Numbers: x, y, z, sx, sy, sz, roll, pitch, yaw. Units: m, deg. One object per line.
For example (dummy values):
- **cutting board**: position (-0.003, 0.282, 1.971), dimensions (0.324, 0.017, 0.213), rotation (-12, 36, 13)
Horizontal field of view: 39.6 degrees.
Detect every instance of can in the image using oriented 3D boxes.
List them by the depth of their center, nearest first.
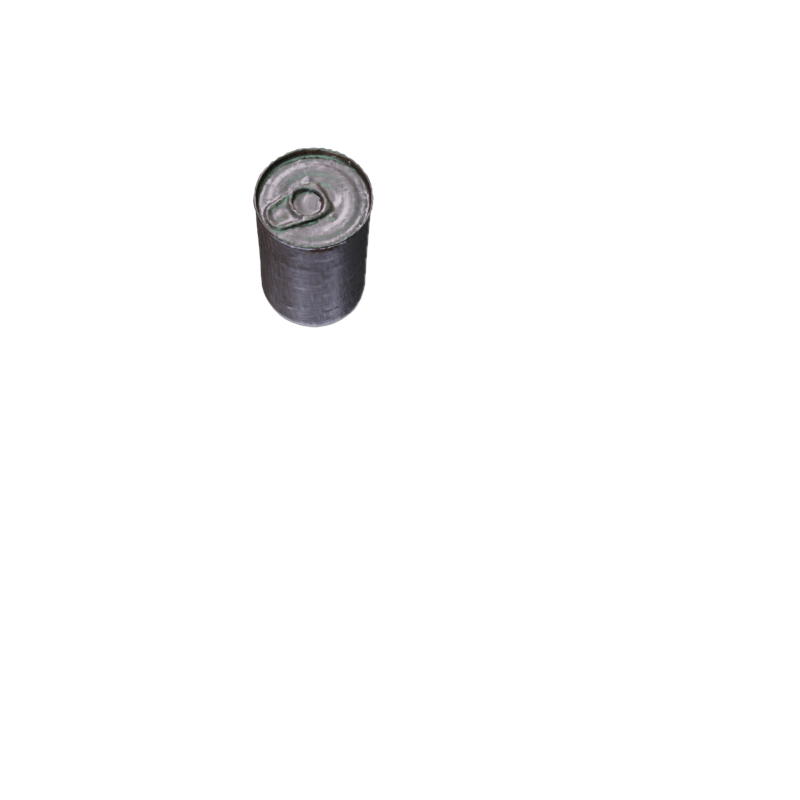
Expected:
- **can**: position (-0.052, -0.095, 0.668), dimensions (0.068, 0.073, 0.096), rotation (0, -26, -3)
